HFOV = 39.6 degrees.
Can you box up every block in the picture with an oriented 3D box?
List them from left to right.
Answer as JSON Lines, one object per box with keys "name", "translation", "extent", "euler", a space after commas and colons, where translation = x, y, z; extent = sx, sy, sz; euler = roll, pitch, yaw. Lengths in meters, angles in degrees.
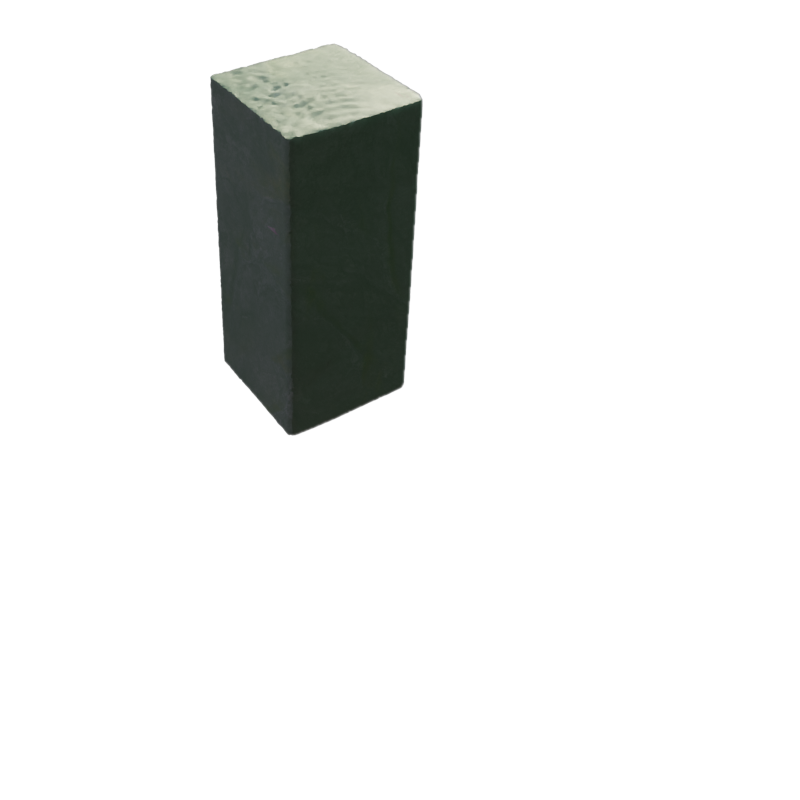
{"name": "block", "translation": [-0.052, -0.095, 0.668], "extent": [0.089, 0.193, 0.098], "euler": [-21, 42, -28]}
